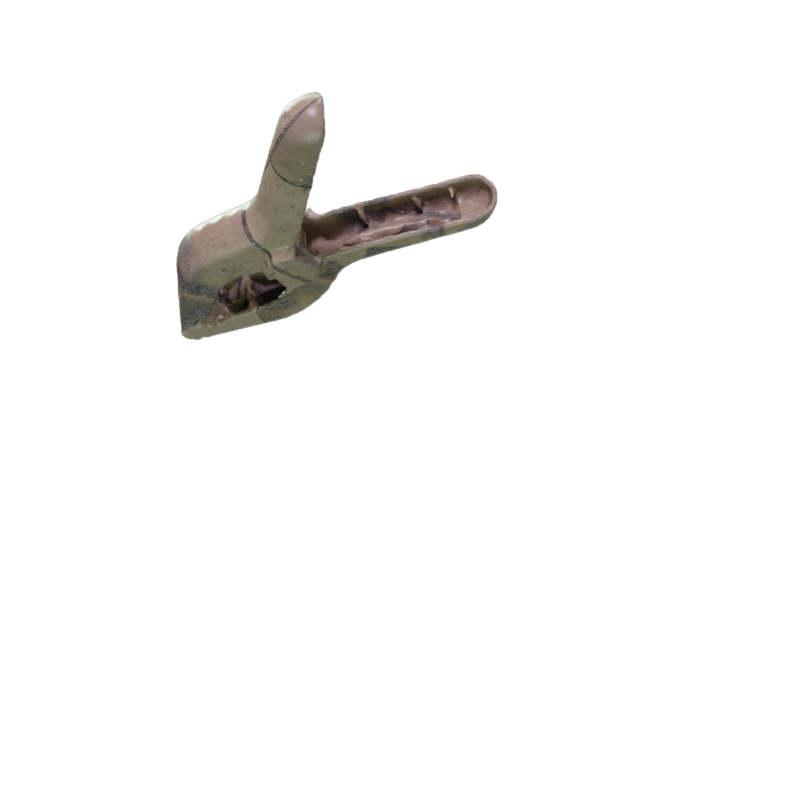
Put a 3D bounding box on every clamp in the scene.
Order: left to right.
[{"bbox_3d":[-0.041,-0.075,0.525,0.114,0.042,0.169,19,-34,-31],"label":"clamp"}]
